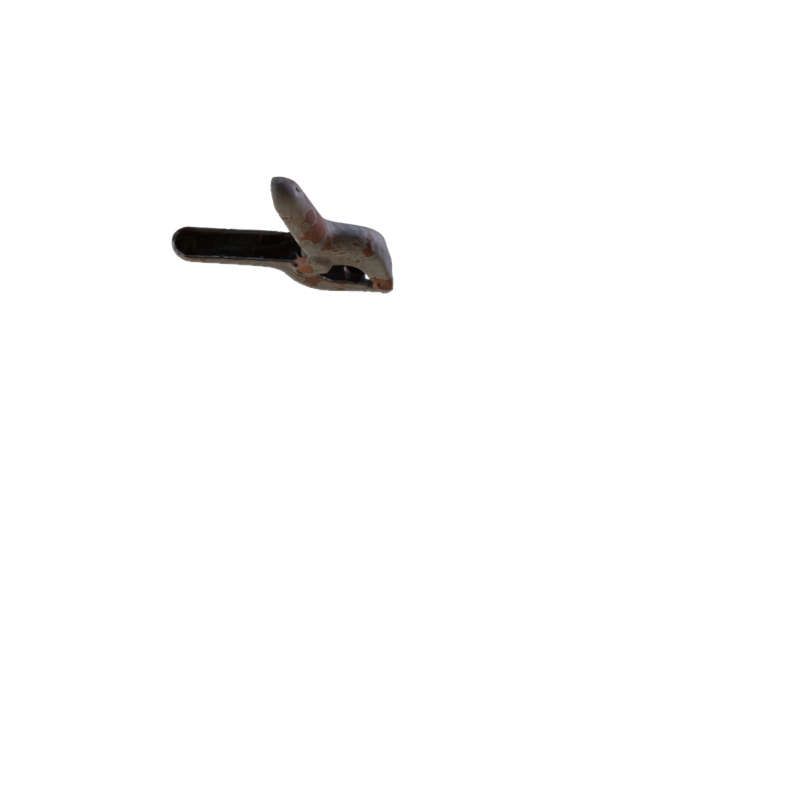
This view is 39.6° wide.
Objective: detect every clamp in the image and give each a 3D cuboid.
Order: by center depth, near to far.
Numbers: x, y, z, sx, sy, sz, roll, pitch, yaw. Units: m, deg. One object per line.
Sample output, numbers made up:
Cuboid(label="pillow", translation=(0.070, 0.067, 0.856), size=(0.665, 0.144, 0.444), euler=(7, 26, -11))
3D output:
Cuboid(label="clamp", translation=(-0.061, -0.112, 0.785), size=(0.163, 0.041, 0.121), euler=(8, -14, -35))
